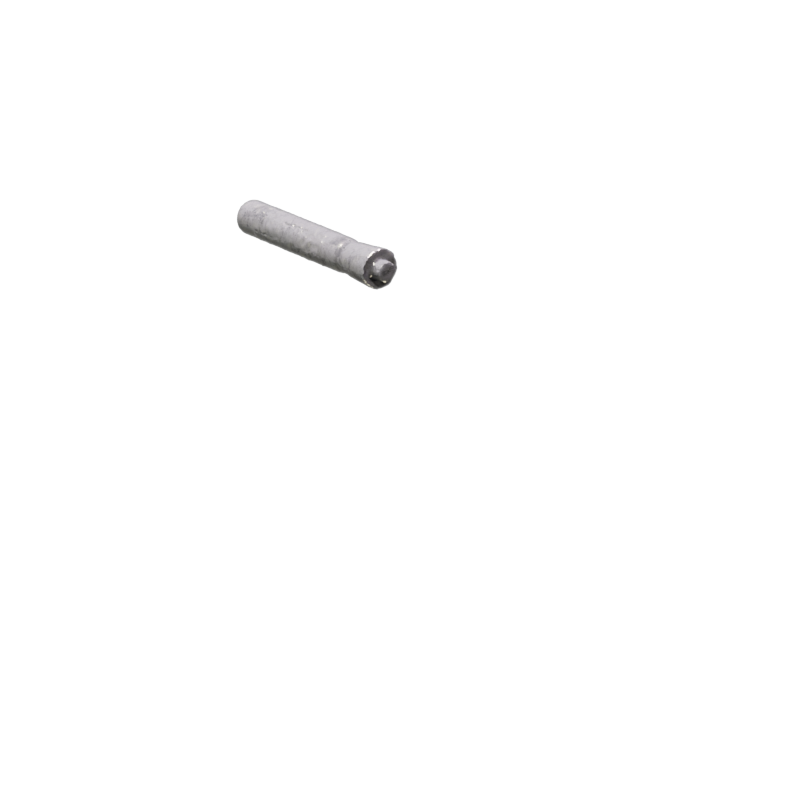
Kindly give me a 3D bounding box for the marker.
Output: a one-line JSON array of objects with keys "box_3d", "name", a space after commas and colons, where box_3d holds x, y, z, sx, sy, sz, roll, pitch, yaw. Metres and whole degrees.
[{"box_3d": [-0.042, -0.076, 0.534, 0.019, 0.019, 0.129, -3, 20, -35], "name": "marker"}]
